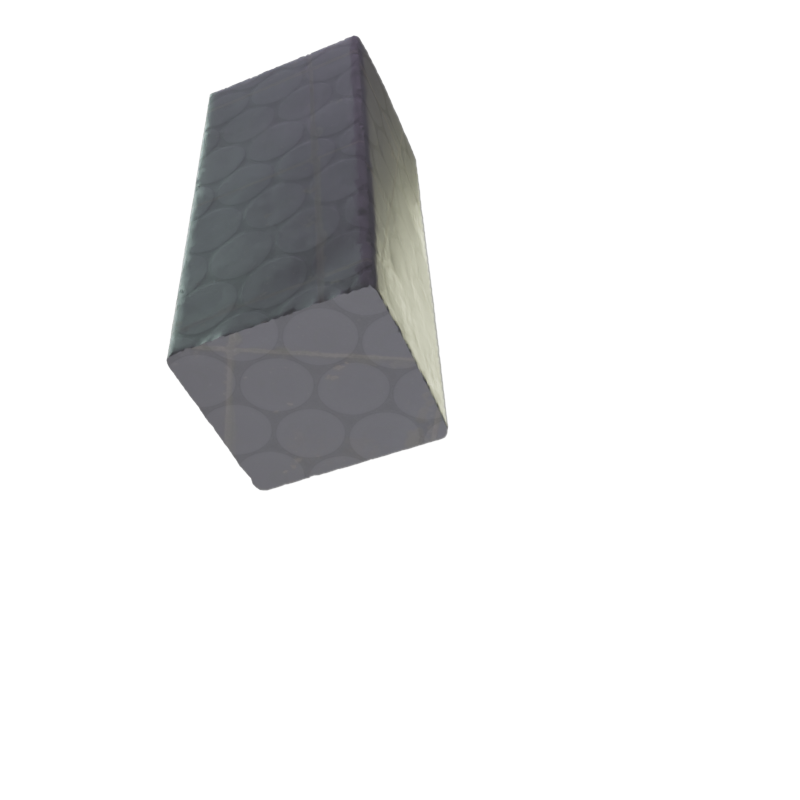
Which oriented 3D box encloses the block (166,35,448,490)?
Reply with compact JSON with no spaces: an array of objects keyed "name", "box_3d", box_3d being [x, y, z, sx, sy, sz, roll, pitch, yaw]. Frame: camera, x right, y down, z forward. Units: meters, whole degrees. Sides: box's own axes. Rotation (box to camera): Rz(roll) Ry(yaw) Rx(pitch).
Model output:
[{"name":"block","box_3d":[-0.041,-0.075,0.525,0.091,0.083,0.221,-19,40,13]}]
